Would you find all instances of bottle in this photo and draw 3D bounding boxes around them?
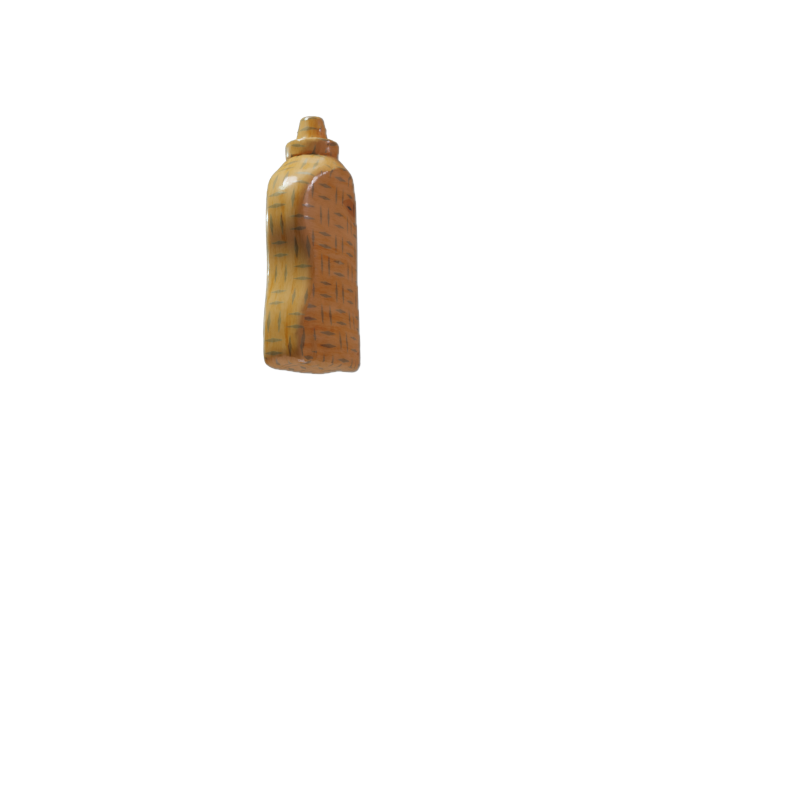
[{"bbox_3d":[-0.065,-0.118,0.828,0.060,0.197,0.091,-6,-11,27],"label":"bottle"}]
